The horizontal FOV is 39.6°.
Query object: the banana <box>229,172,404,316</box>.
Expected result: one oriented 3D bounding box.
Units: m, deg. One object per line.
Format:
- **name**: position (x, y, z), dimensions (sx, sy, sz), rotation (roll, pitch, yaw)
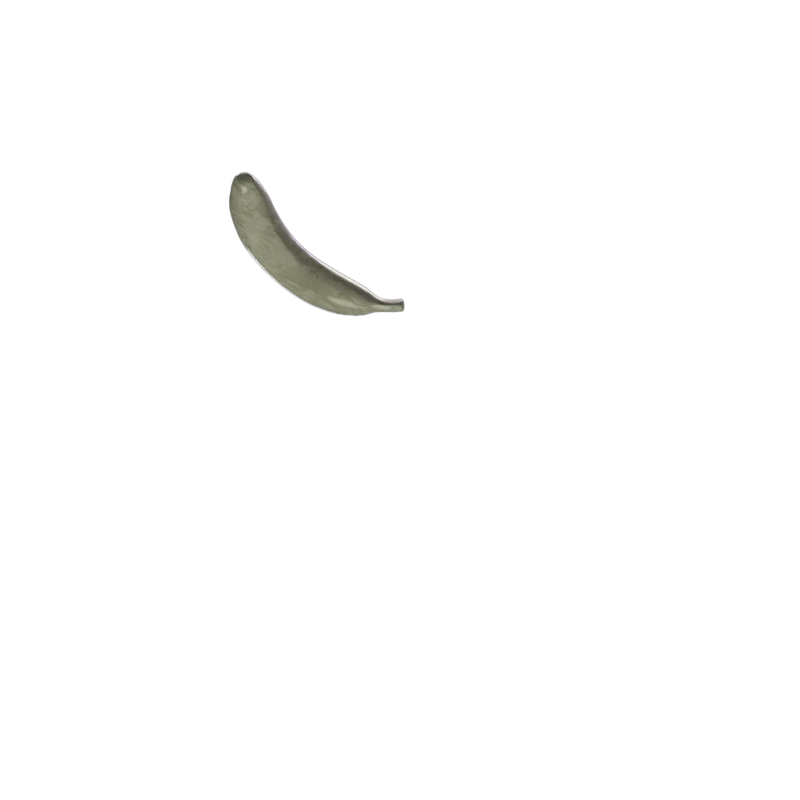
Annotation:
- **banana**: position (-0.082, -0.118, 0.901), dimensions (0.069, 0.039, 0.184), rotation (-29, -47, 31)
